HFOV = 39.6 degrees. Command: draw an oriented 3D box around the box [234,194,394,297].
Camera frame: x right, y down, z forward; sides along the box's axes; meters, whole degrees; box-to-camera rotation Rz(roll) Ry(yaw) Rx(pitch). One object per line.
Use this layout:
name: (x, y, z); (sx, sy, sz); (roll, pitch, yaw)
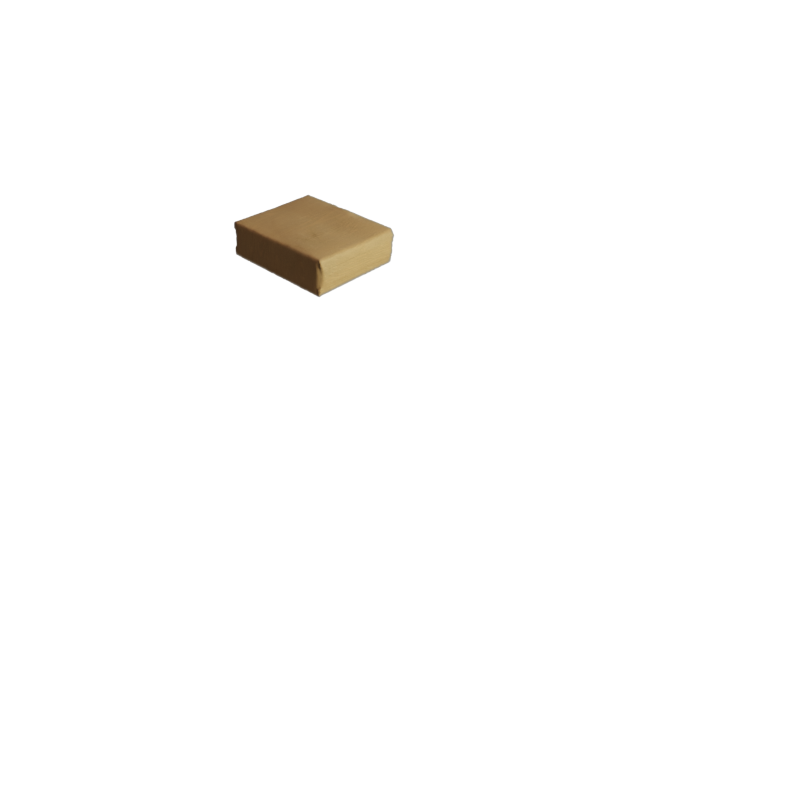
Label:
box: (-0.061, -0.112, 0.782); (0.095, 0.028, 0.073); (27, 40, 37)
